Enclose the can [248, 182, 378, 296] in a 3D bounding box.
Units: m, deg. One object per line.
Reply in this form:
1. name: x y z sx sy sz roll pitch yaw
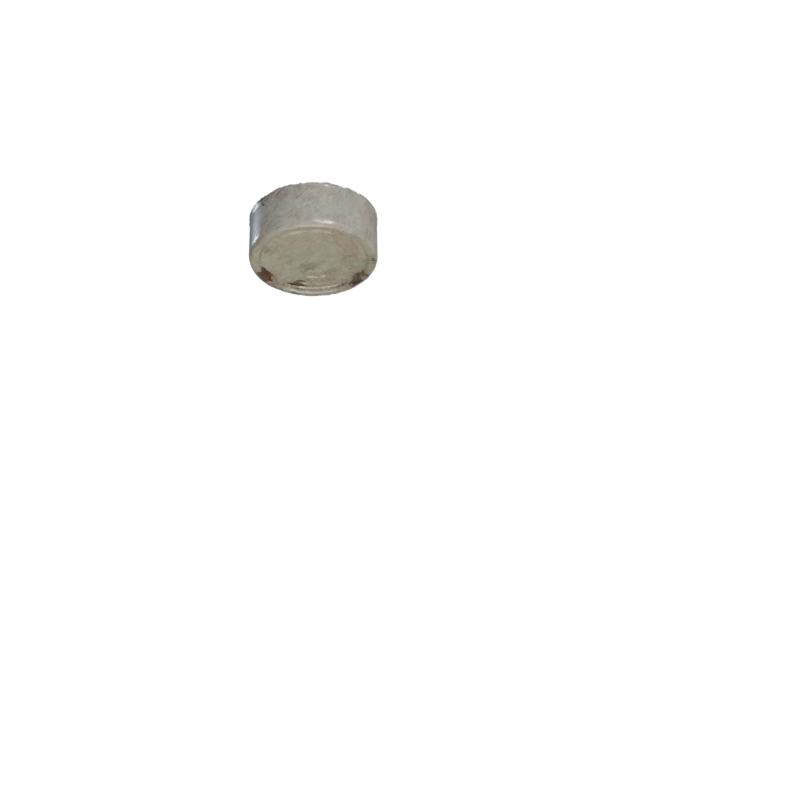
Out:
1. can: -0.057 -0.104 0.729 0.086 0.036 0.081 1 -31 -2
